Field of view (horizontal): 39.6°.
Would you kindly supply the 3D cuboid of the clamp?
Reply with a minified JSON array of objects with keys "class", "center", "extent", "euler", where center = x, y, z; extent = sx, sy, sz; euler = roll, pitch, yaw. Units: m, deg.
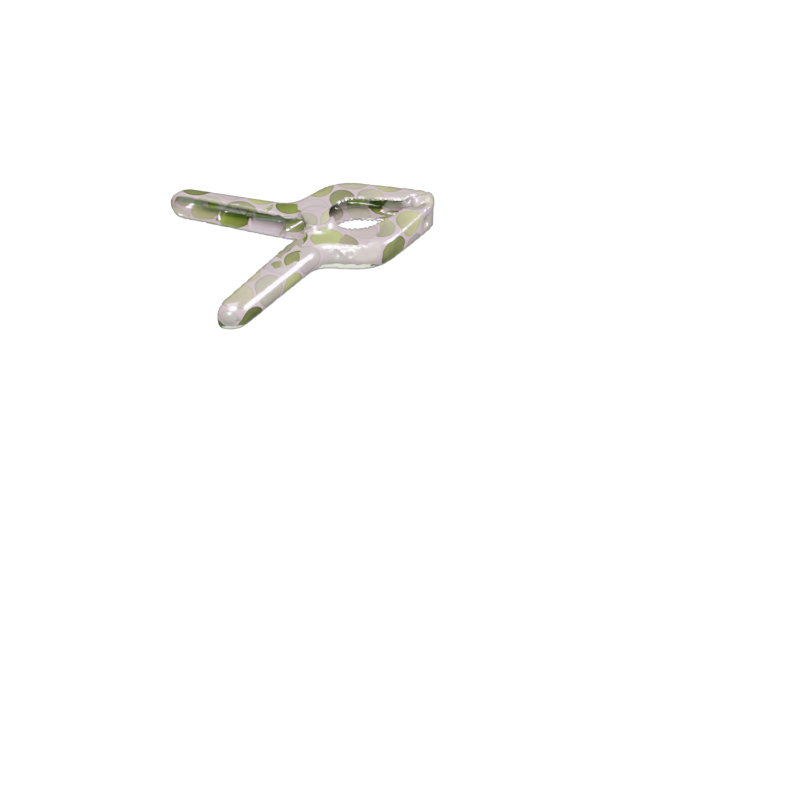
[{"class":"clamp","center":[-0.069,-0.125,0.877],"extent":[0.208,0.034,0.178],"euler":[-9,44,-10]}]
